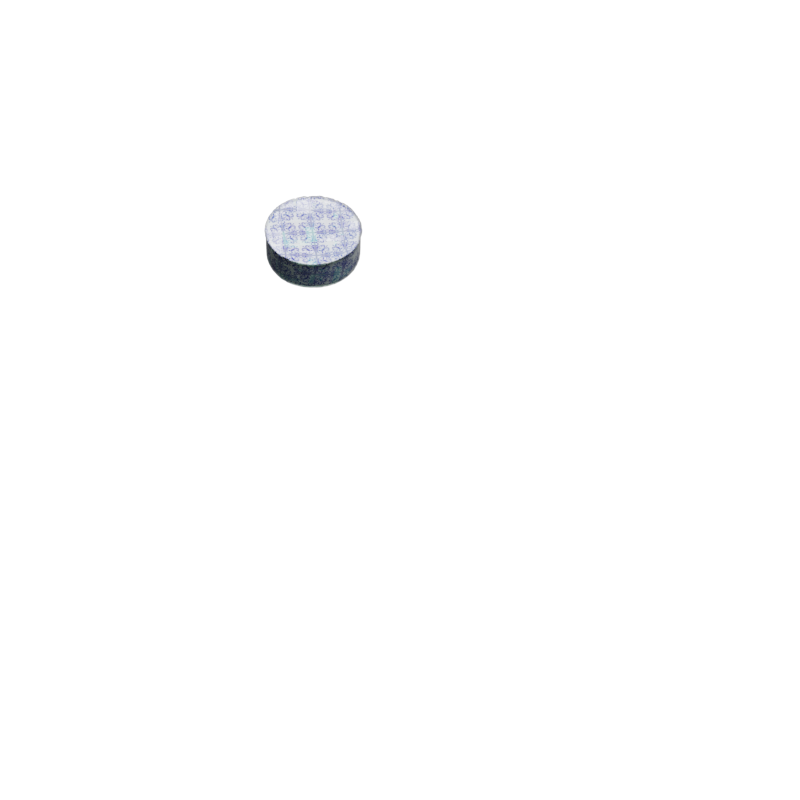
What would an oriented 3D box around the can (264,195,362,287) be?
[{"bbox_3d":[-0.077,-0.141,0.988,0.086,0.092,0.031,-1,-41,-1],"label":"can"}]
